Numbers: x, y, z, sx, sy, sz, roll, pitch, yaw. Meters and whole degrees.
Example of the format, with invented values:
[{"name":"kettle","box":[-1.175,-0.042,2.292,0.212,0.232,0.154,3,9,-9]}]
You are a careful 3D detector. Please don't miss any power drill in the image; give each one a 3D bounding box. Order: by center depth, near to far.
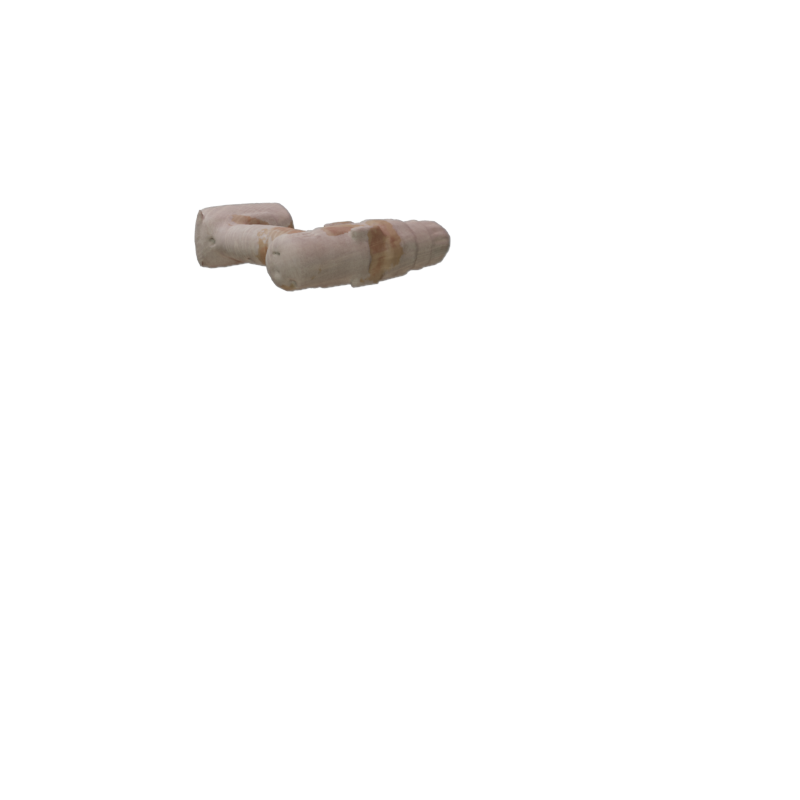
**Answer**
[{"name":"power drill","box":[-0.075,-0.137,0.962,0.179,0.056,0.197,-12,18,-40]}]
